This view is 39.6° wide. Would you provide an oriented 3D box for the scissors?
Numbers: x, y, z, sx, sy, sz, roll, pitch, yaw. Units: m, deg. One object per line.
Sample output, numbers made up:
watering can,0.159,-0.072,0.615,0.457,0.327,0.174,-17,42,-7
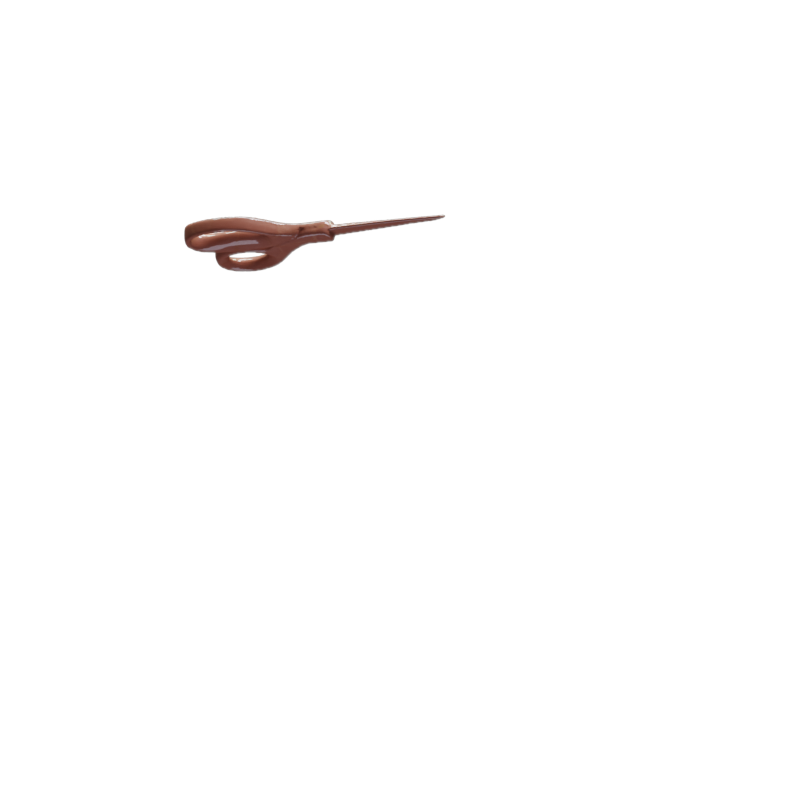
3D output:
scissors,-0.069,-0.126,0.880,0.202,0.016,0.092,0,-16,1
